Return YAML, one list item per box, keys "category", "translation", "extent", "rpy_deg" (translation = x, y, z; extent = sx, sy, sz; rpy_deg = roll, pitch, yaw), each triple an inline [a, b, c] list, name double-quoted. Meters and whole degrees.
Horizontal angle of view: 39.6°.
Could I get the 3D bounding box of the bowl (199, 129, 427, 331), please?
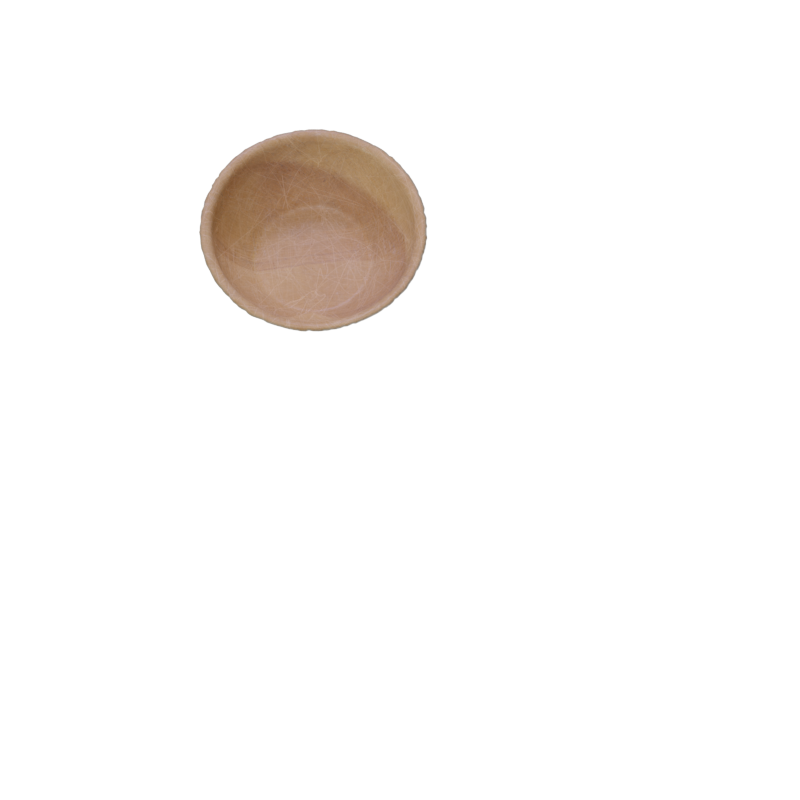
- category: "bowl"
  translation: [-0.063, -0.116, 0.809]
  extent: [0.162, 0.172, 0.052]
  rpy_deg: [-1, -25, -1]
